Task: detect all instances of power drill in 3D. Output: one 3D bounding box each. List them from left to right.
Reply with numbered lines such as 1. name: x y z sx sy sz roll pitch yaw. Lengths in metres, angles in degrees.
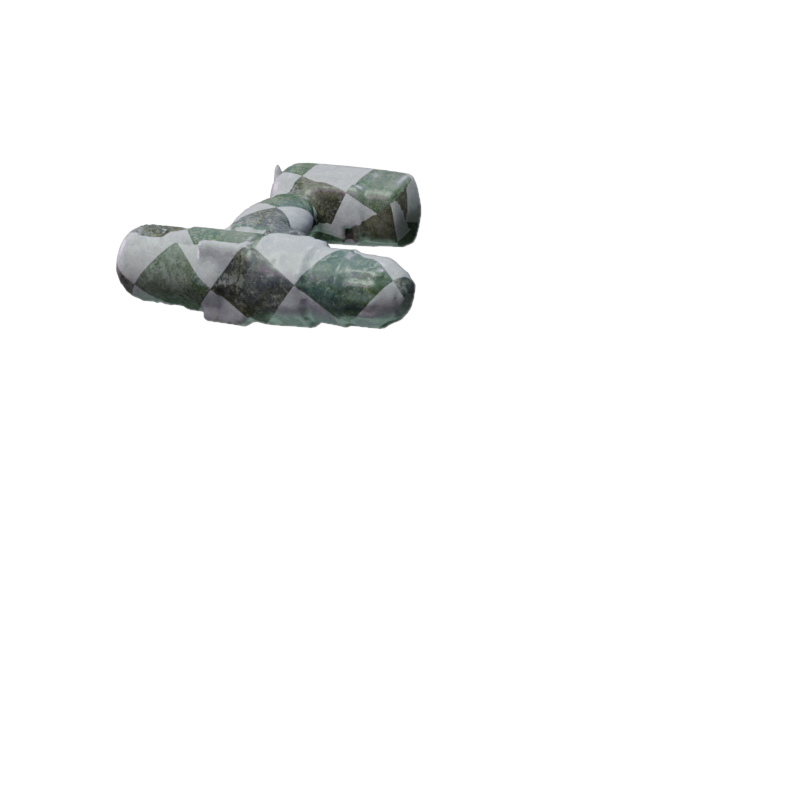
1. power drill: -0.054 -0.098 0.688 0.191 0.055 0.189 10 25 22
